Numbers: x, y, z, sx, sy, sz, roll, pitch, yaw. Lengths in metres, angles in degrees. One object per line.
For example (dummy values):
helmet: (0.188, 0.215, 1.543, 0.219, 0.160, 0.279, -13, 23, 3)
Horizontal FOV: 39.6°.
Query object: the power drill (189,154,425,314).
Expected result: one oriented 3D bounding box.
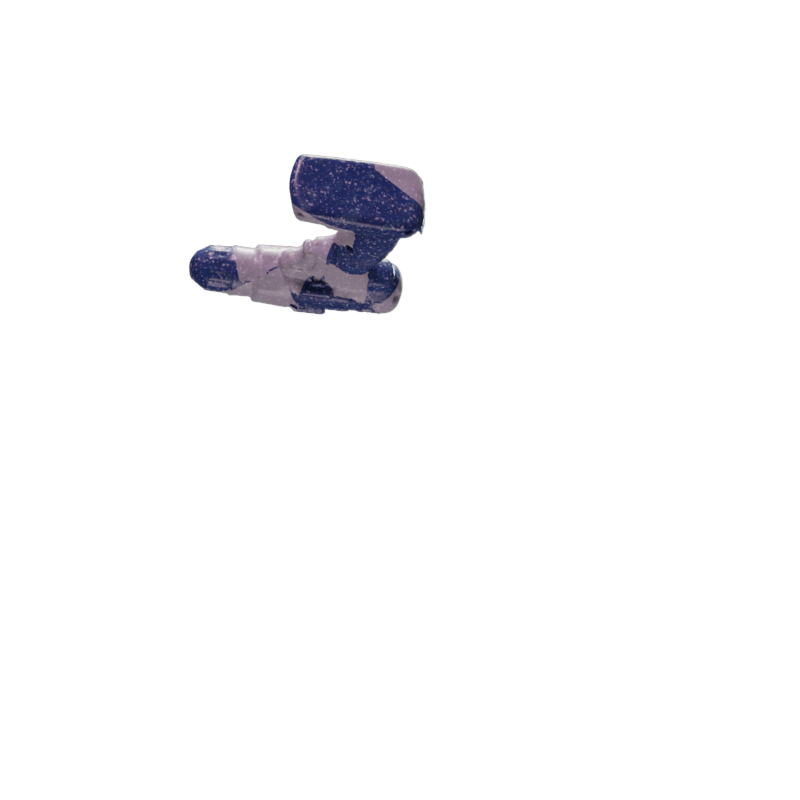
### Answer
power drill: (-0.070, -0.128, 0.894, 0.181, 0.060, 0.182, 5, -20, -14)
